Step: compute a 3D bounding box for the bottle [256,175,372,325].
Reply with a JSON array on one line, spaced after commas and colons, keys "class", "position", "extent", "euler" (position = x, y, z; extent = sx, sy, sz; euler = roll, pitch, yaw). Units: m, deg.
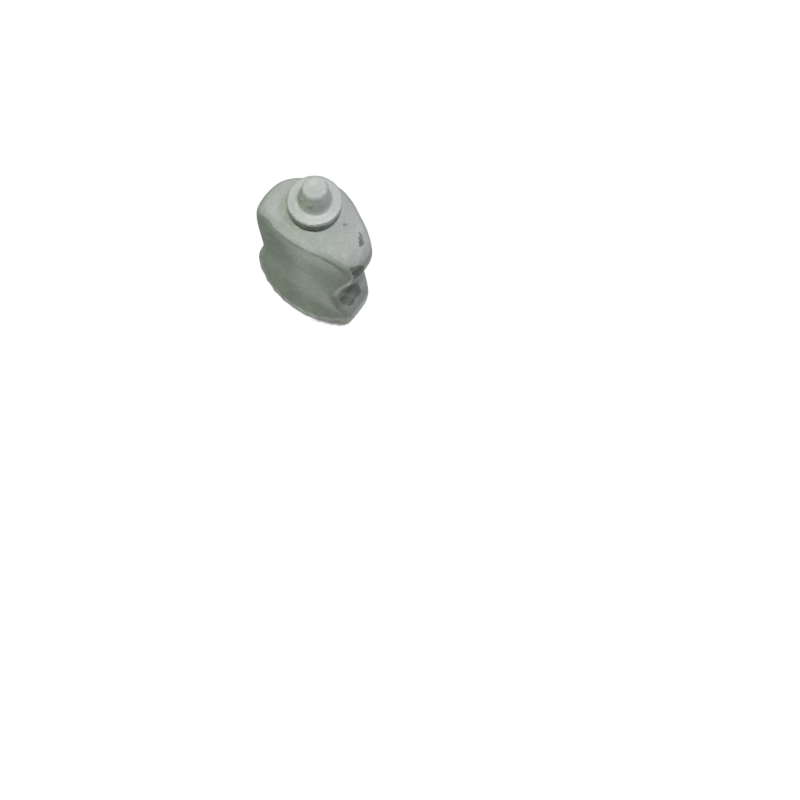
[{"class": "bottle", "position": [-0.068, -0.125, 0.873], "extent": [0.099, 0.059, 0.183], "euler": [37, -16, 8]}]
